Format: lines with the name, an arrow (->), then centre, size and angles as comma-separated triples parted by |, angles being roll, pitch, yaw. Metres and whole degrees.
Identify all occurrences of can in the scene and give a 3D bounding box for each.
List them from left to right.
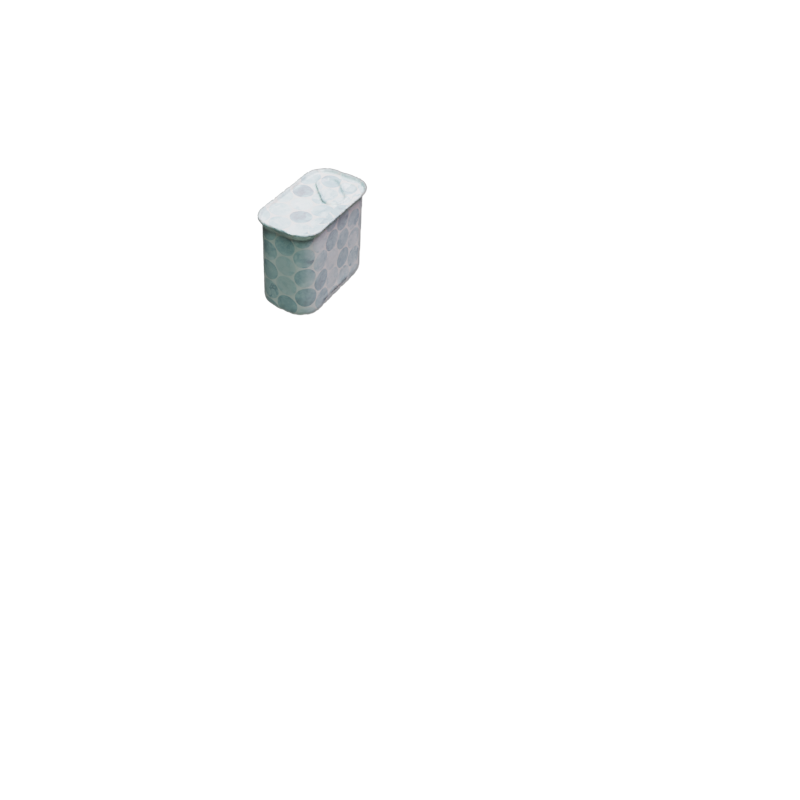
can -> -0.073, -0.132, 0.927 | 0.060, 0.078, 0.104 | 21, 43, 22
